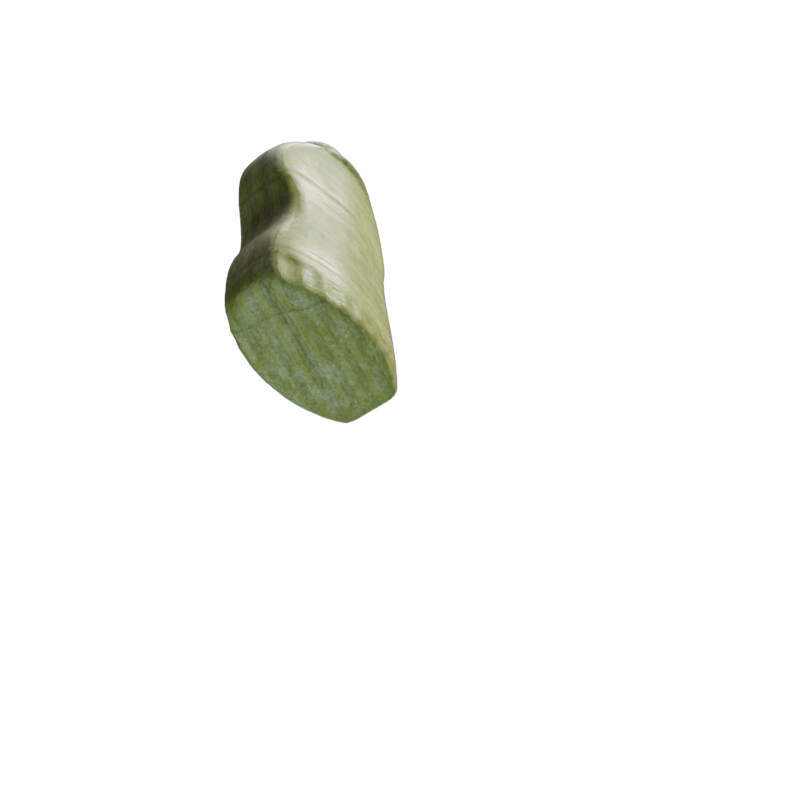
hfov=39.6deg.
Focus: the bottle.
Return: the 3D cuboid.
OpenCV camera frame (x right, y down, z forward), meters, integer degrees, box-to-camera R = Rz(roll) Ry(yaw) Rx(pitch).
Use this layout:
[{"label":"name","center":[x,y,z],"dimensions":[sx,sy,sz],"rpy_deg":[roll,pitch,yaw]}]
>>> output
[{"label":"bottle","center":[-0.046,-0.084,0.587],"dimensions":[0.058,0.205,0.090],"rpy_deg":[-35,-57,22]}]
